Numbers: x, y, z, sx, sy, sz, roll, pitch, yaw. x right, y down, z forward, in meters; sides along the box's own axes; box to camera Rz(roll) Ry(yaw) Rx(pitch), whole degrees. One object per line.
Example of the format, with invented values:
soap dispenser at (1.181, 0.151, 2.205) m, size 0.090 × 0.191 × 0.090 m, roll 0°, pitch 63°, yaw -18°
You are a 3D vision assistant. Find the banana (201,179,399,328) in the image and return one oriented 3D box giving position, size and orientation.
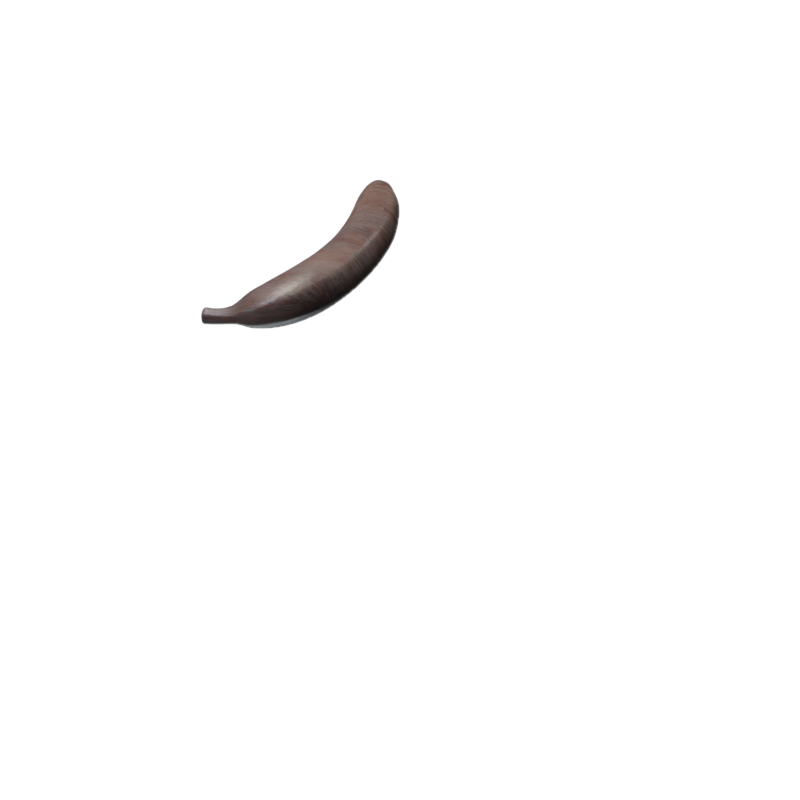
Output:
banana at (-0.050, -0.102, 0.781) m, size 0.074 × 0.034 × 0.200 m, roll 27°, pitch 49°, yaw 26°
